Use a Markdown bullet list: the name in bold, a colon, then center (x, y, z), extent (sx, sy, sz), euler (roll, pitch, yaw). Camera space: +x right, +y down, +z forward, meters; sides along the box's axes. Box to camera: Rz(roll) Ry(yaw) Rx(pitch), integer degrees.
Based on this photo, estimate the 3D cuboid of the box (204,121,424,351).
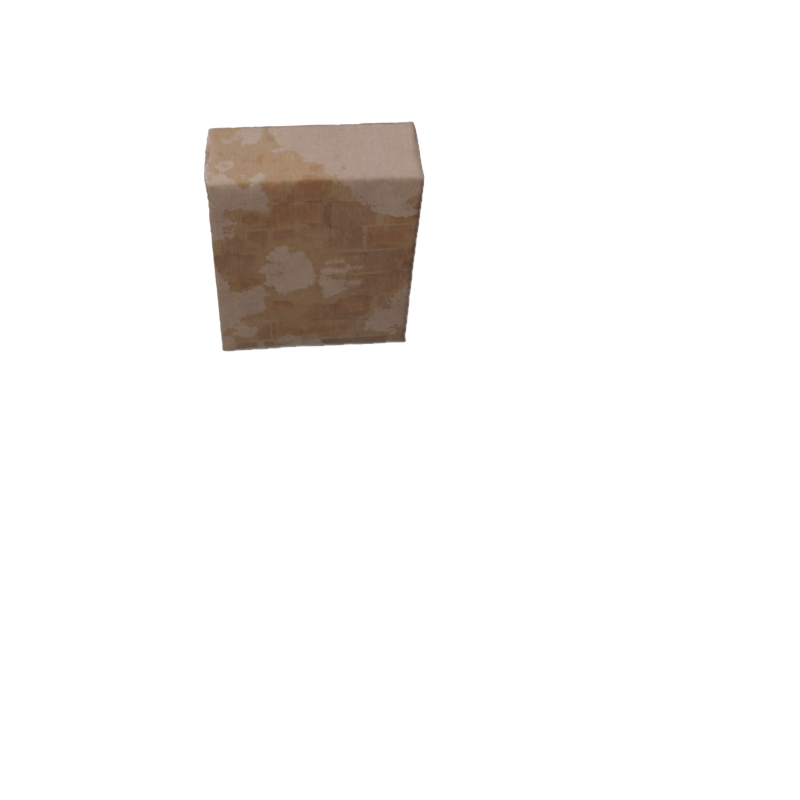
- **box**: center (-0.071, -0.130, 0.913), extent (0.163, 0.077, 0.199), euler (-2, -36, -4)
